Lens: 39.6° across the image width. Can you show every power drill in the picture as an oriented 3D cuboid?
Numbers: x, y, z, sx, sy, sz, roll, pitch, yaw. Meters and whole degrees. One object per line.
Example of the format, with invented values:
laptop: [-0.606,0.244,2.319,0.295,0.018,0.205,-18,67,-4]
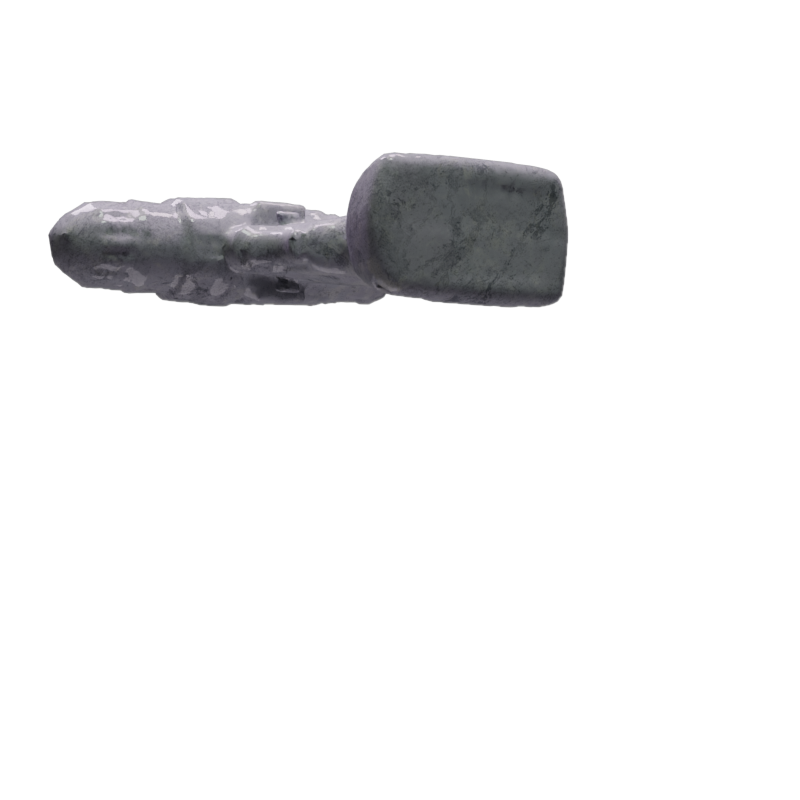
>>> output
power drill: [-0.038,-0.069,0.485,0.178,0.057,0.195,-3,6,-37]
